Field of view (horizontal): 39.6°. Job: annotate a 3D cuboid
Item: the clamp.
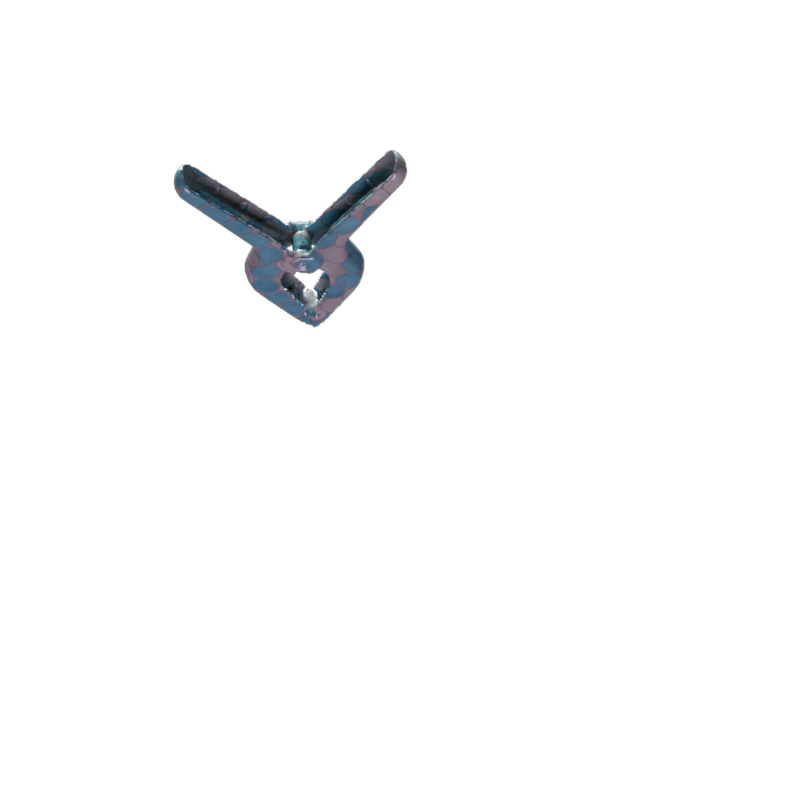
[{"bbox_3d":[-0.067,-0.122,0.852,0.166,0.039,0.195,-5,-29,8],"label":"clamp"}]
